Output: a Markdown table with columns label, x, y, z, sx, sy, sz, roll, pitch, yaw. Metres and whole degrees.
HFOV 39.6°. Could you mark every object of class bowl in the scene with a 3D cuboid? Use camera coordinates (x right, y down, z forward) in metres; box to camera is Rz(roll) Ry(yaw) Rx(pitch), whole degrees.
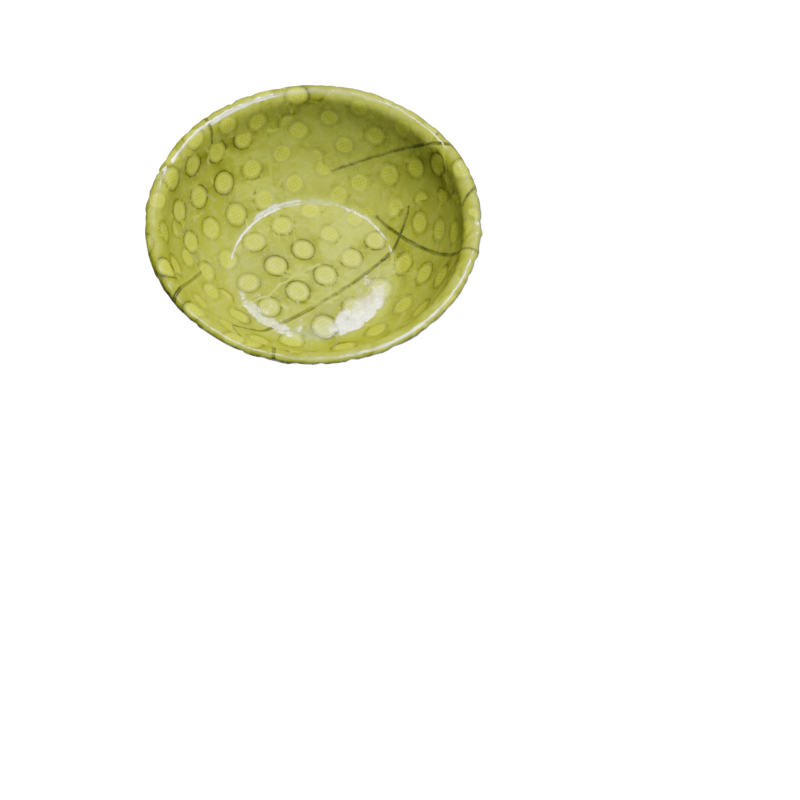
| label | x | y | z | sx | sy | sz | roll | pitch | yaw |
| --- | --- | --- | --- | --- | --- | --- | --- | --- | --- |
| bowl | -0.043 | -0.079 | 0.553 | 0.162 | 0.173 | 0.052 | -1 | -30 | -1 |
